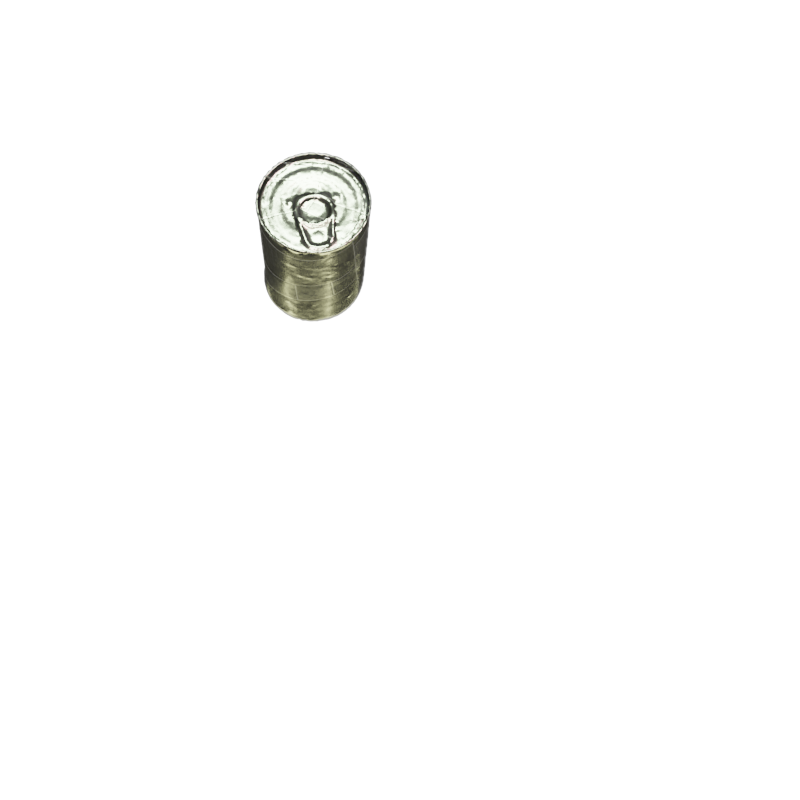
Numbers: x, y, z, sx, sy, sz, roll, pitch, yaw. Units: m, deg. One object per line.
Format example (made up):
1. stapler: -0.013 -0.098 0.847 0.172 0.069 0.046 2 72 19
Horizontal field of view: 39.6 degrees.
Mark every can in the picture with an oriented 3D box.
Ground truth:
1. can: -0.054 -0.099 0.692 0.068 0.072 0.097 0 -23 -3
